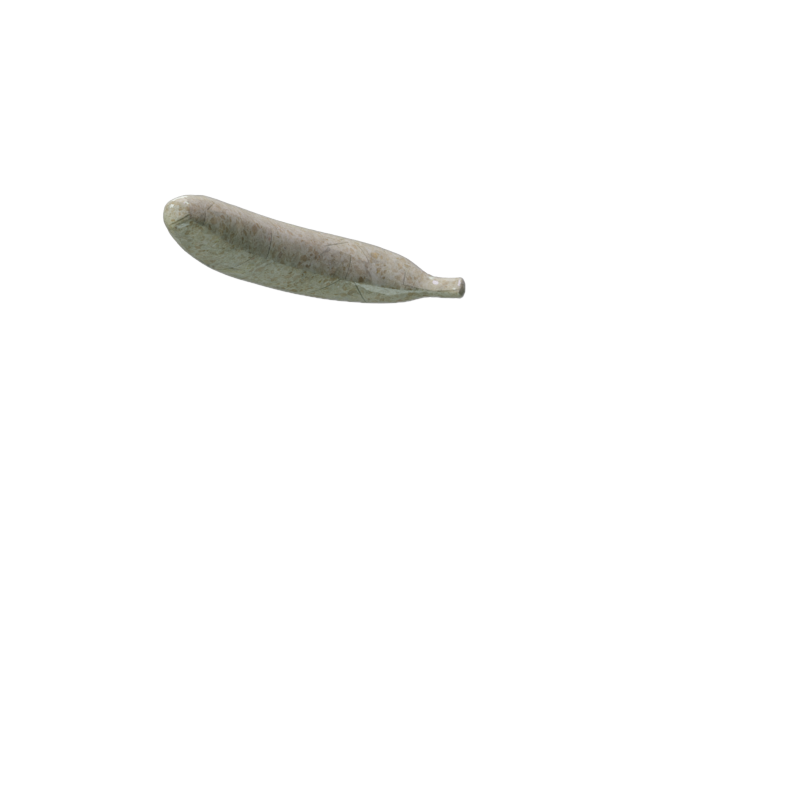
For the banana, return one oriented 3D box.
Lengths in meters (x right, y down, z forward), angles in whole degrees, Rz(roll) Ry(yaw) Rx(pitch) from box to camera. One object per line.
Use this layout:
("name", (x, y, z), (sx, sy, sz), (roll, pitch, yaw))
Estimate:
("banana", (-0.056, -0.083, 0.615), (0.188, 0.038, 0.071), (8, -15, -37))
